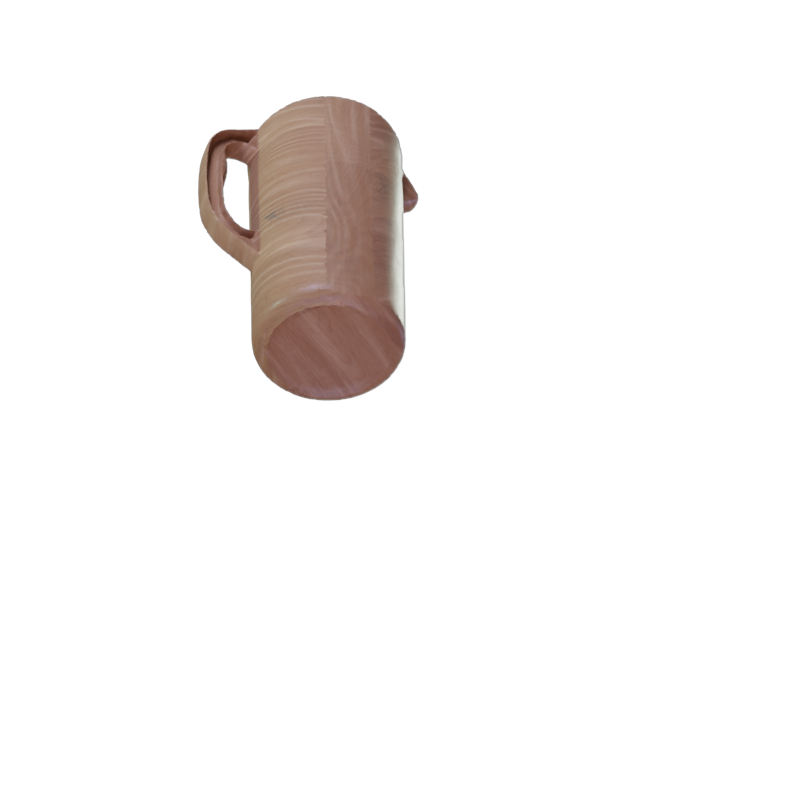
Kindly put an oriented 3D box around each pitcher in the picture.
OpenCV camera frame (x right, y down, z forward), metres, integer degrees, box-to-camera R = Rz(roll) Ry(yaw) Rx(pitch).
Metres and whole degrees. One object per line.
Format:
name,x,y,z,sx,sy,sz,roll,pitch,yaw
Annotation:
pitcher,-0.067,-0.122,0.856,0.150,0.134,0.261,-18,40,12
